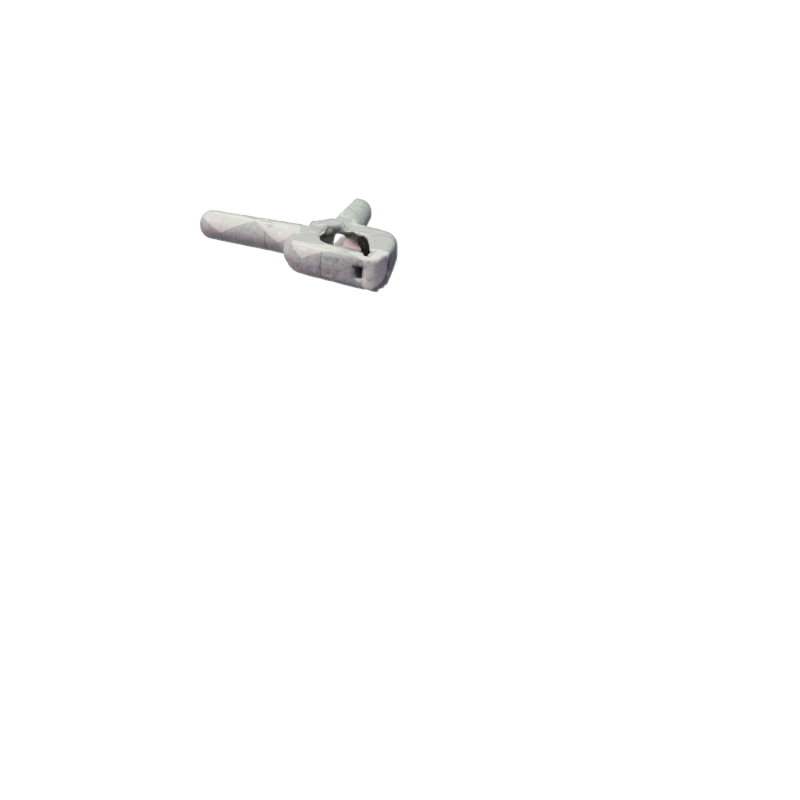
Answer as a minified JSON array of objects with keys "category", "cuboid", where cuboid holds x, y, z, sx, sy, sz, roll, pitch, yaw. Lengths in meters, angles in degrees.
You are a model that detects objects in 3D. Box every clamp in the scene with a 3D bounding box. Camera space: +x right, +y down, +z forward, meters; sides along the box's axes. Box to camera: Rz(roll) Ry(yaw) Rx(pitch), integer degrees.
[{"category":"clamp","cuboid":[-0.073,-0.133,0.935,0.162,0.035,0.223,-7,24,-17]}]
